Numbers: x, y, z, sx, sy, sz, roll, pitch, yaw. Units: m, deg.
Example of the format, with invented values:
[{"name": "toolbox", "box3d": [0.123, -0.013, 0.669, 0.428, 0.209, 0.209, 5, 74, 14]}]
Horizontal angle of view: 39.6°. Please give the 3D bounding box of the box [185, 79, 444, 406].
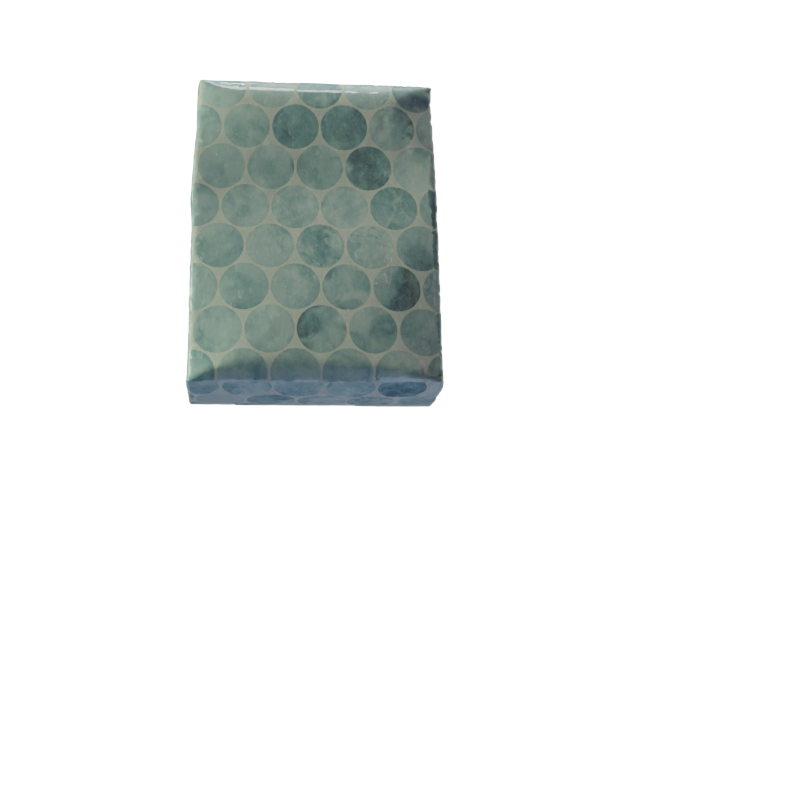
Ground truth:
[{"name": "box", "box3d": [-0.058, -0.106, 0.745, 0.163, 0.224, 0.069, 0, -19, -5]}]
